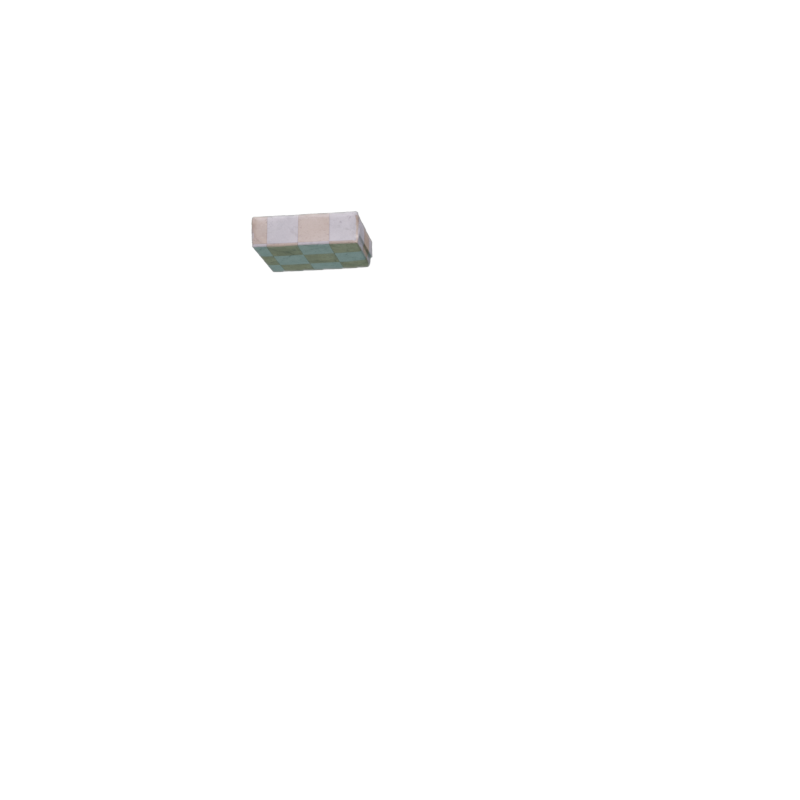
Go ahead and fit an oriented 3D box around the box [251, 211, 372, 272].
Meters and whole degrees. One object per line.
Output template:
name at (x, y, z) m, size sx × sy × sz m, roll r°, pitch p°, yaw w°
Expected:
box at (-0.072, -0.132, 0.921) m, size 0.090 × 0.031 × 0.070 m, roll -2°, pitch -11°, yaw 10°
